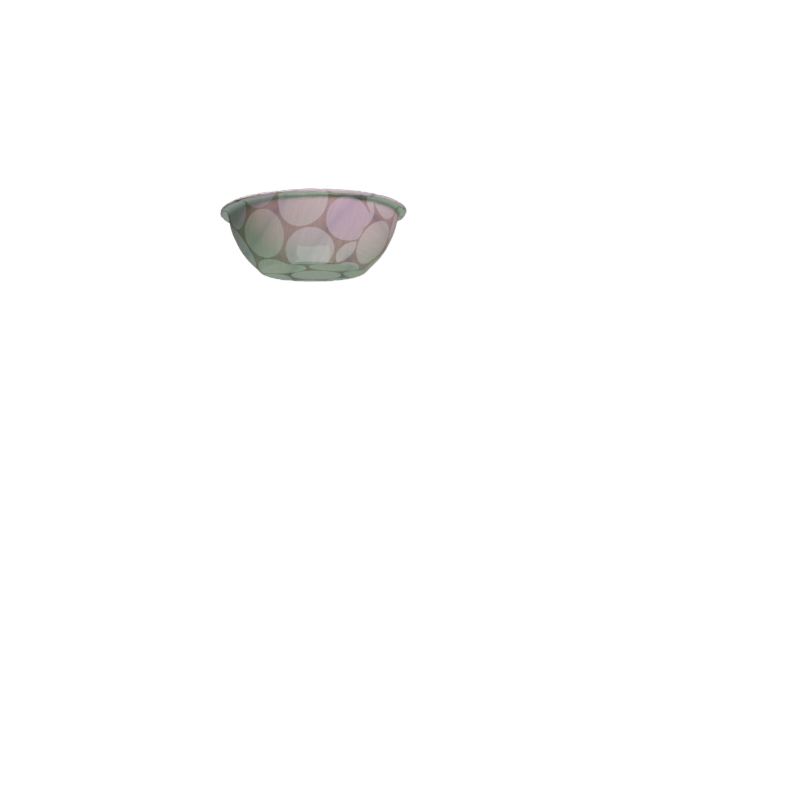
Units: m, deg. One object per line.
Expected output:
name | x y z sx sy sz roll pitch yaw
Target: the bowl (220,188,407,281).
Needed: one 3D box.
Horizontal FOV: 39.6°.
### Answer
bowl | -0.075 -0.137 0.957 0.162 0.056 0.159 0 -5 -2
